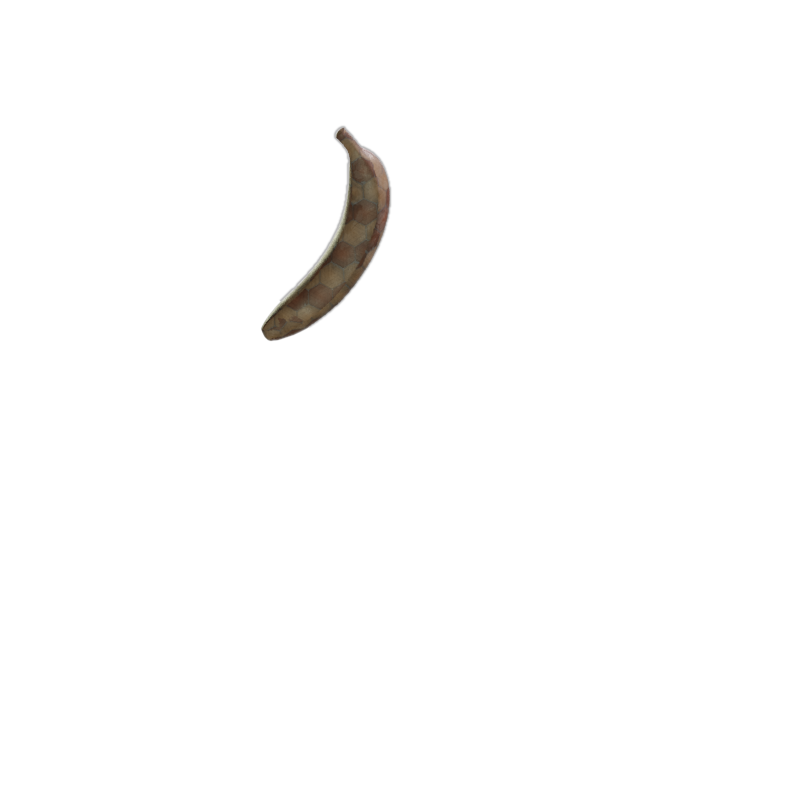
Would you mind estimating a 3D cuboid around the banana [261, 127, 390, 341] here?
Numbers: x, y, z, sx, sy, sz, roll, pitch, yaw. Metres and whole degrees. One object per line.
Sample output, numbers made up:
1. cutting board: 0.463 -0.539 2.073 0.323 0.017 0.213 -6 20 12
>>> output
1. banana: -0.054 -0.131 0.933 0.069 0.192 0.038 20 18 -8
